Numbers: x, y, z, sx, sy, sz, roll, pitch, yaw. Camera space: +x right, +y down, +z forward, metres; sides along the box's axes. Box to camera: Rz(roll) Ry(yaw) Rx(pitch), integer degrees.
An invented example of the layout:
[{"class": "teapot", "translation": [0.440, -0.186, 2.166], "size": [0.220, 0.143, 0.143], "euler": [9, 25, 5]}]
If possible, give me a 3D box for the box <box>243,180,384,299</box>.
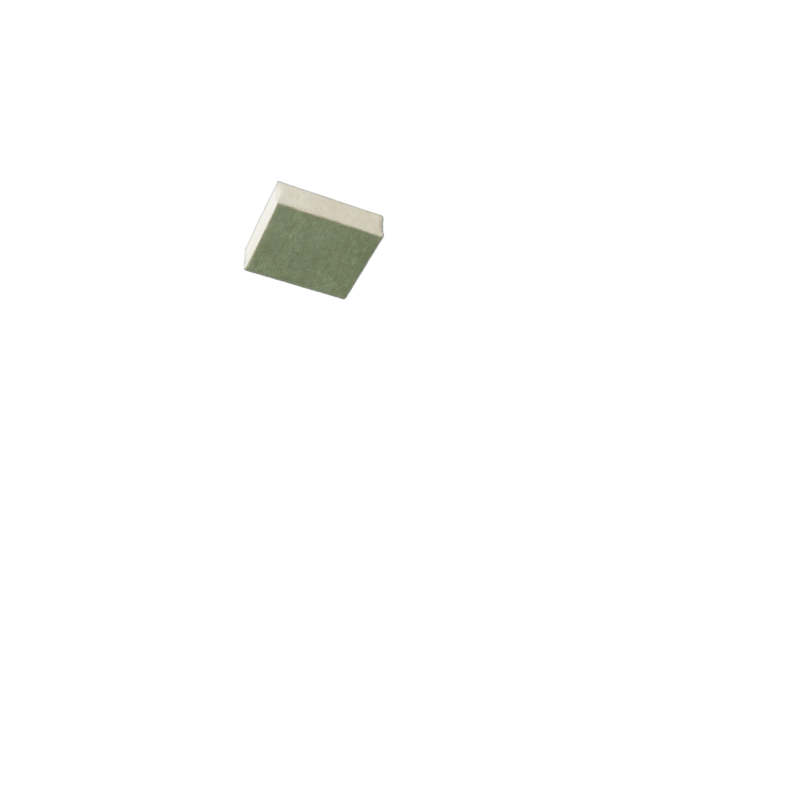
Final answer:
[{"class": "box", "translation": [-0.066, -0.121, 0.851], "size": [0.087, 0.032, 0.070], "euler": [16, -48, -16]}]
